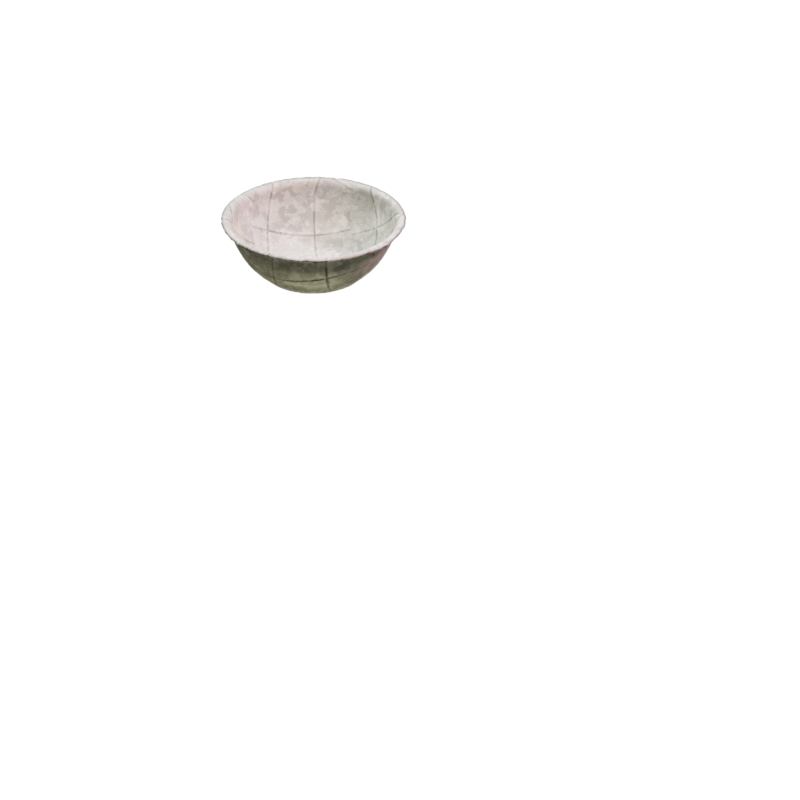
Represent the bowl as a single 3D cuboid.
[{"bbox_3d":[-0.077,-0.140,0.982,0.162,0.052,0.173,-1,34,-2],"label":"bowl"}]
